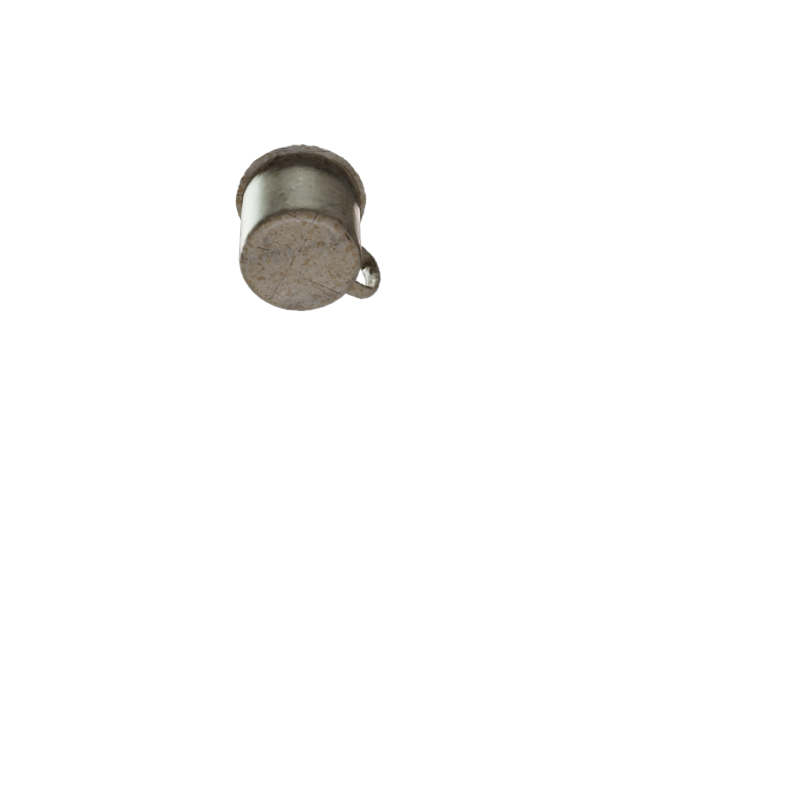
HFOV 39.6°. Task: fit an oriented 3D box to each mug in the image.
[{"bbox_3d":[-0.060,-0.109,0.764,0.111,0.087,0.092,37,-62,-26],"label":"mug"}]
